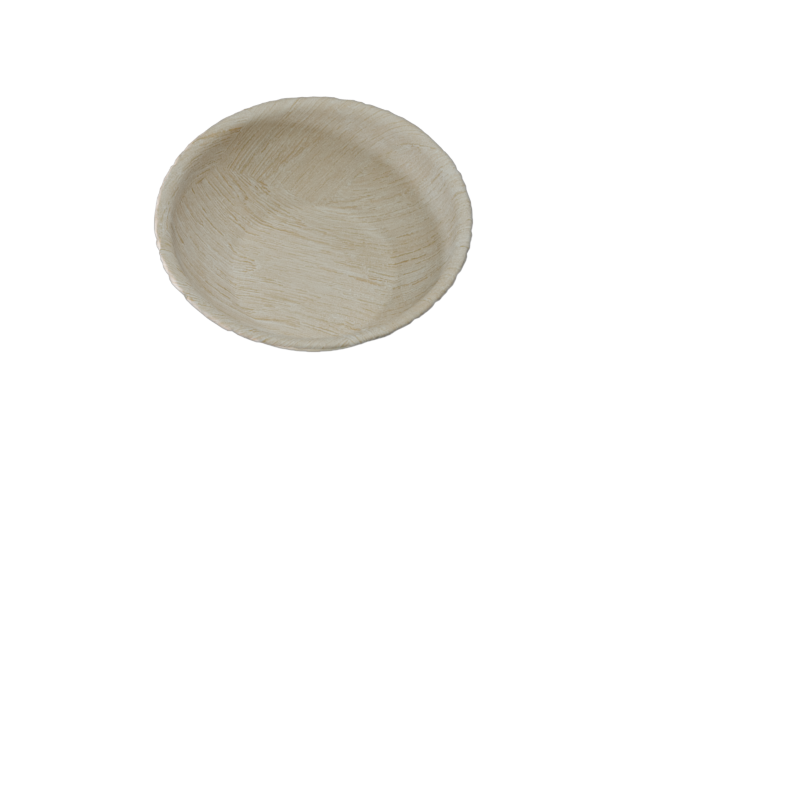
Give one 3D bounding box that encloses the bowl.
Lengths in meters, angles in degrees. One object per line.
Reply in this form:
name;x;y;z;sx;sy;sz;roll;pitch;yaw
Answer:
bowl;-0.046;-0.083;0.583;0.162;0.173;0.051;-1;-34;-1
